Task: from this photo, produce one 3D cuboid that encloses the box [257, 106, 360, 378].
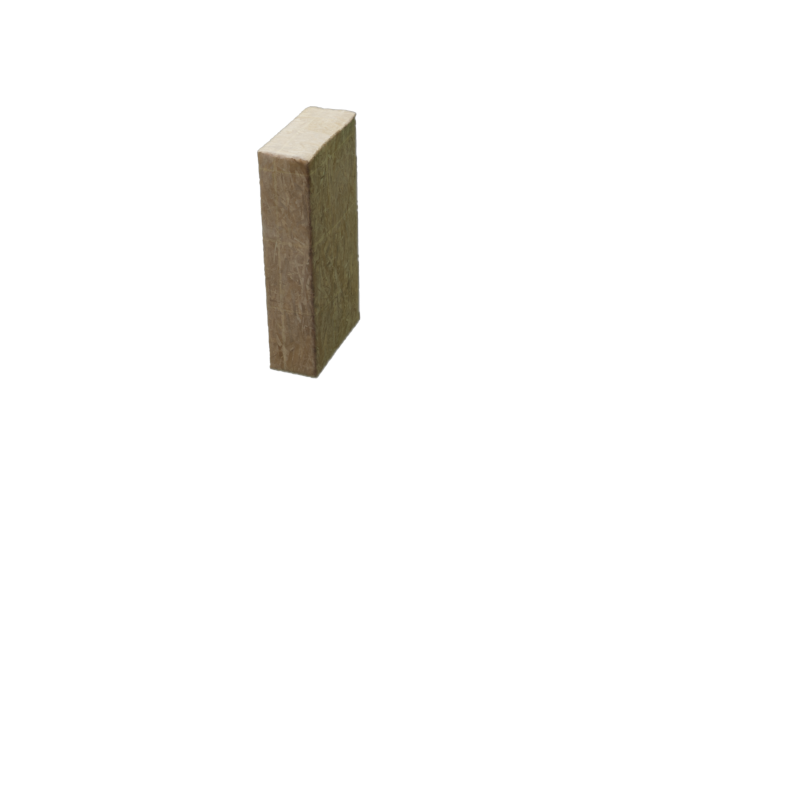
[{"bbox_3d":[-0.063,-0.115,0.809,0.049,0.166,0.096,12,33,15],"label":"box"}]
